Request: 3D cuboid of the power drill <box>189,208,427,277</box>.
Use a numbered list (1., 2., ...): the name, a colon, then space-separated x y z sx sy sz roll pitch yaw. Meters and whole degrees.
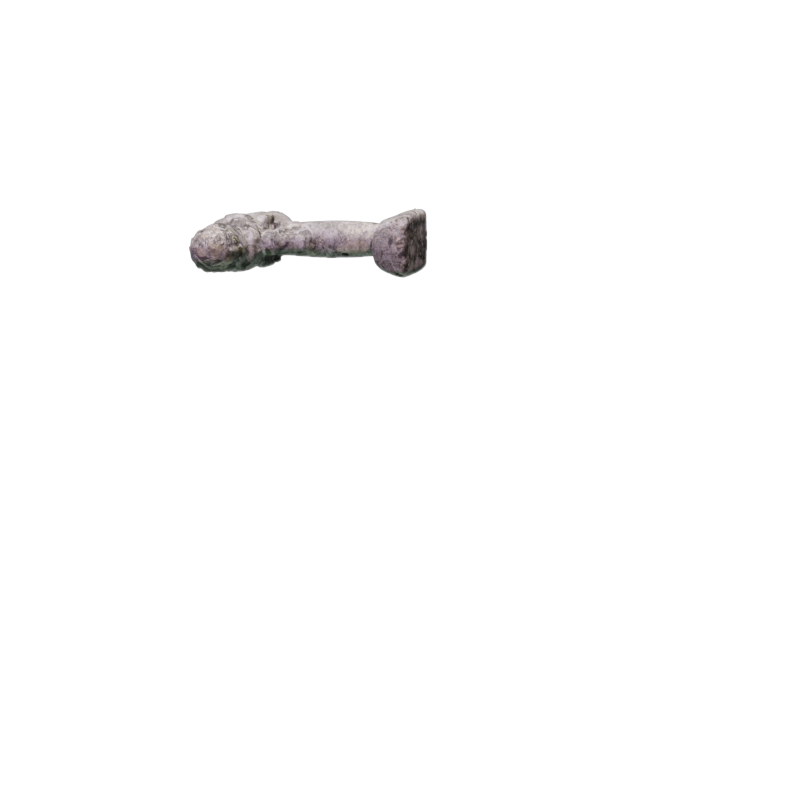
1. power drill: -0.078 -0.142 0.997 0.192 0.056 0.185 4 15 16
